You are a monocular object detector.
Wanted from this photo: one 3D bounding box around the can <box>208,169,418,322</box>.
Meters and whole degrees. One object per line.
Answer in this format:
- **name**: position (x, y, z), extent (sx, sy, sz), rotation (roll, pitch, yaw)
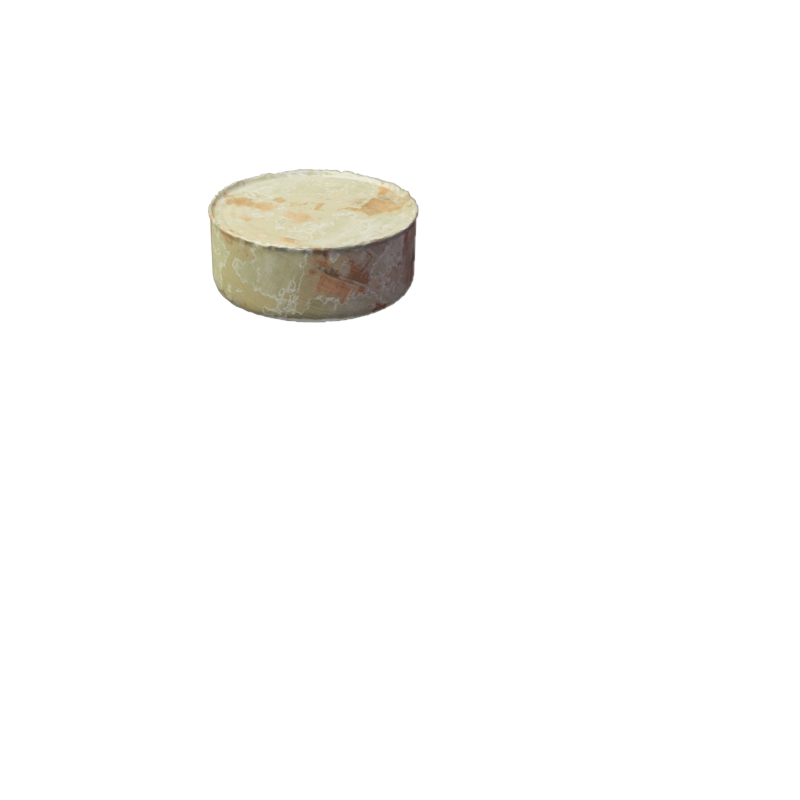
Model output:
- **can**: position (-0.036, -0.065, 0.458), extent (0.086, 0.032, 0.091), rotation (-1, 30, -2)
